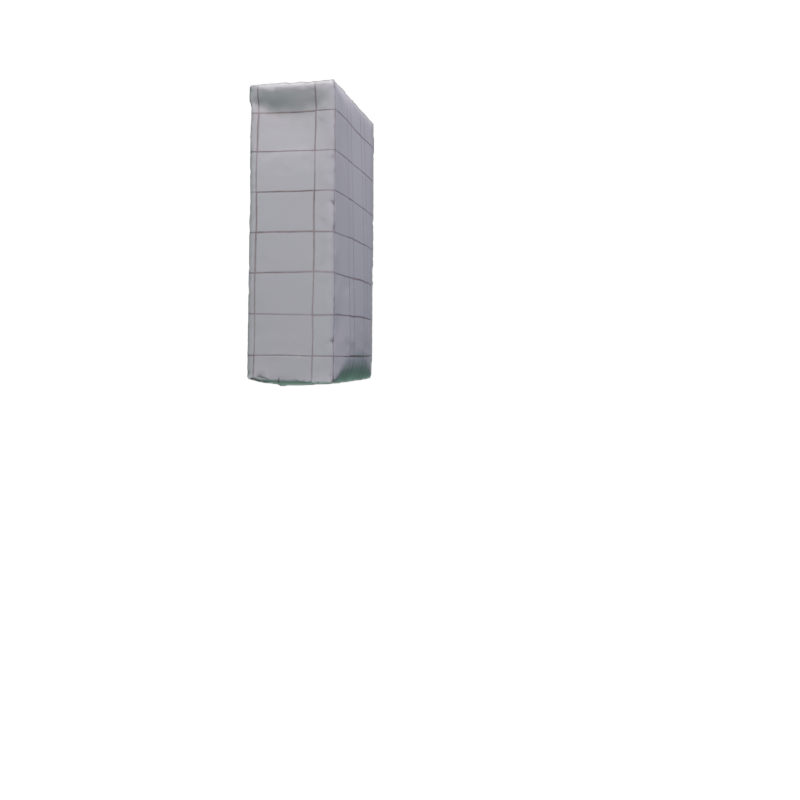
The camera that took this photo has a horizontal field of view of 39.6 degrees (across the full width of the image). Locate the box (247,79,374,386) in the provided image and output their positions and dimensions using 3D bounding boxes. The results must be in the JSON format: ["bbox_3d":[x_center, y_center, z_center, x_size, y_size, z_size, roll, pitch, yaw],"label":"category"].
[{"bbox_3d":[-0.066,-0.121,0.844,0.073,0.216,0.161,-1,-2,9],"label":"box"}]
